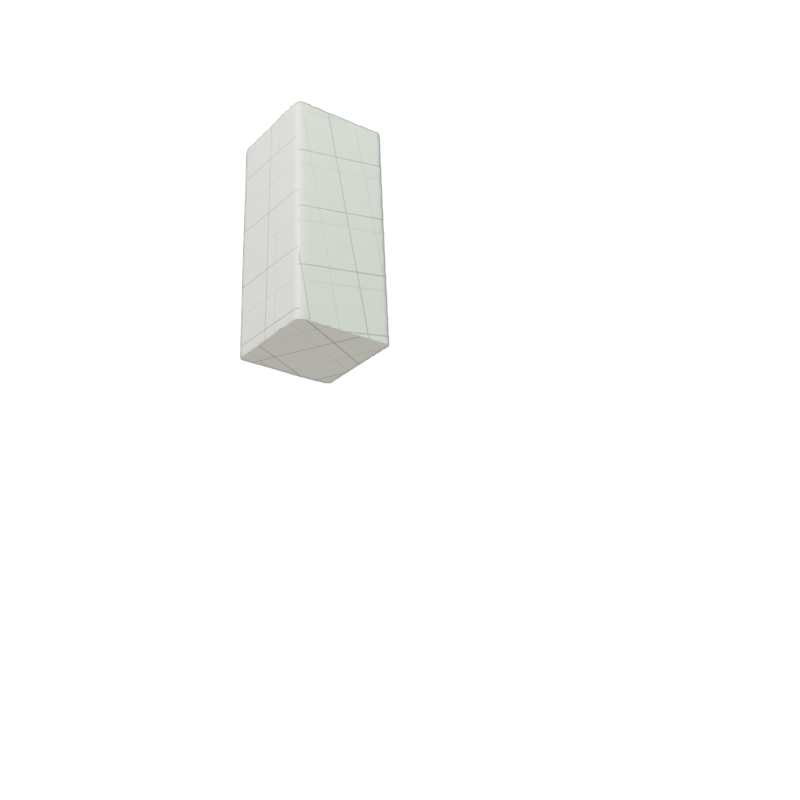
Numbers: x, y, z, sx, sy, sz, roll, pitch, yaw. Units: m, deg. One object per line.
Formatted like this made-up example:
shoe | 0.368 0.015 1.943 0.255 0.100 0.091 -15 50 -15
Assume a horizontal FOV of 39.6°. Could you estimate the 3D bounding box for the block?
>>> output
block | -0.073 -0.133 0.929 0.086 0.219 0.090 17 -34 -31
